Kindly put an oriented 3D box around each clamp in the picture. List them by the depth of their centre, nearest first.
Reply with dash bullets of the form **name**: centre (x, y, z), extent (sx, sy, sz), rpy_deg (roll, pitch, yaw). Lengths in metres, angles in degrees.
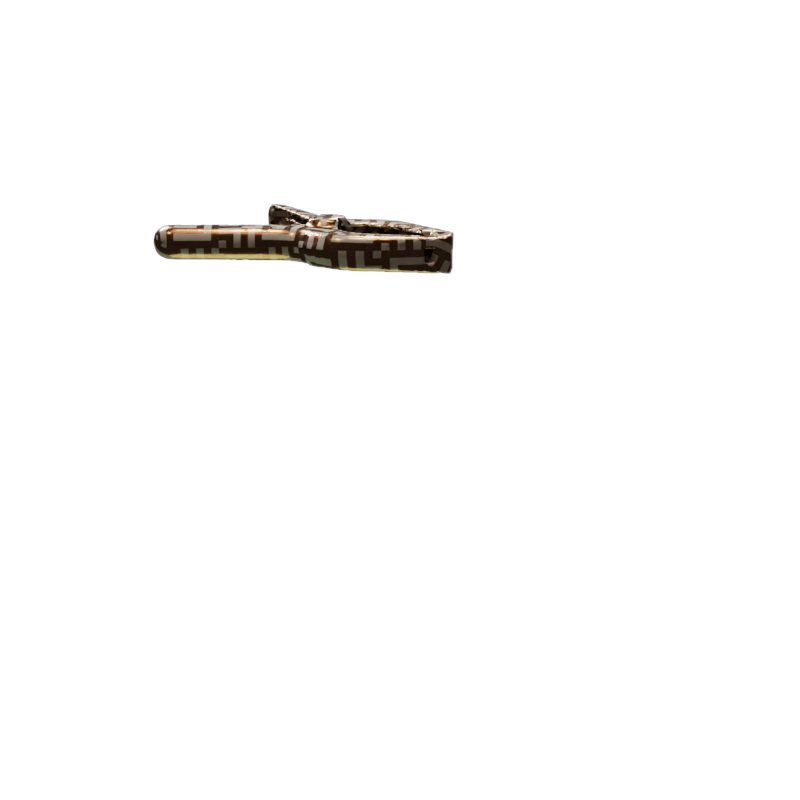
- **clamp**: centre (-0.064, -0.116, 0.815), extent (0.220, 0.035, 0.162), rpy_deg (13, 22, 34)
